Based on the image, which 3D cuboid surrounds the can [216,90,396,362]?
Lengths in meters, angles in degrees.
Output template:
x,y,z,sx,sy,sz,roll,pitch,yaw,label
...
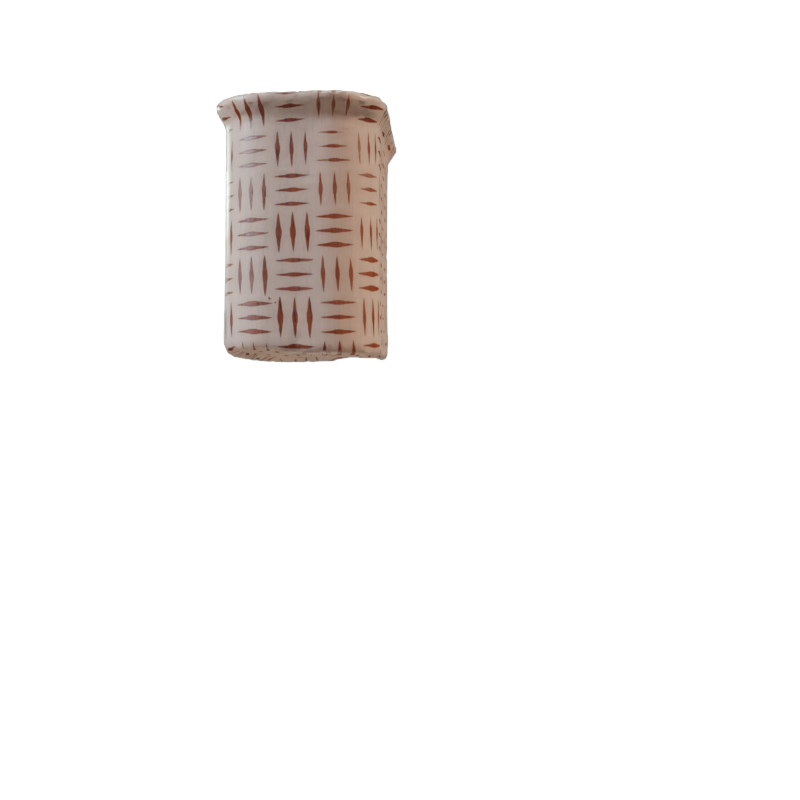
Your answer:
x,y,z,sx,sy,sz,roll,pitch,yaw,label
-0.031,-0.057,0.397,0.058,0.085,0.100,-1,-3,3,can
